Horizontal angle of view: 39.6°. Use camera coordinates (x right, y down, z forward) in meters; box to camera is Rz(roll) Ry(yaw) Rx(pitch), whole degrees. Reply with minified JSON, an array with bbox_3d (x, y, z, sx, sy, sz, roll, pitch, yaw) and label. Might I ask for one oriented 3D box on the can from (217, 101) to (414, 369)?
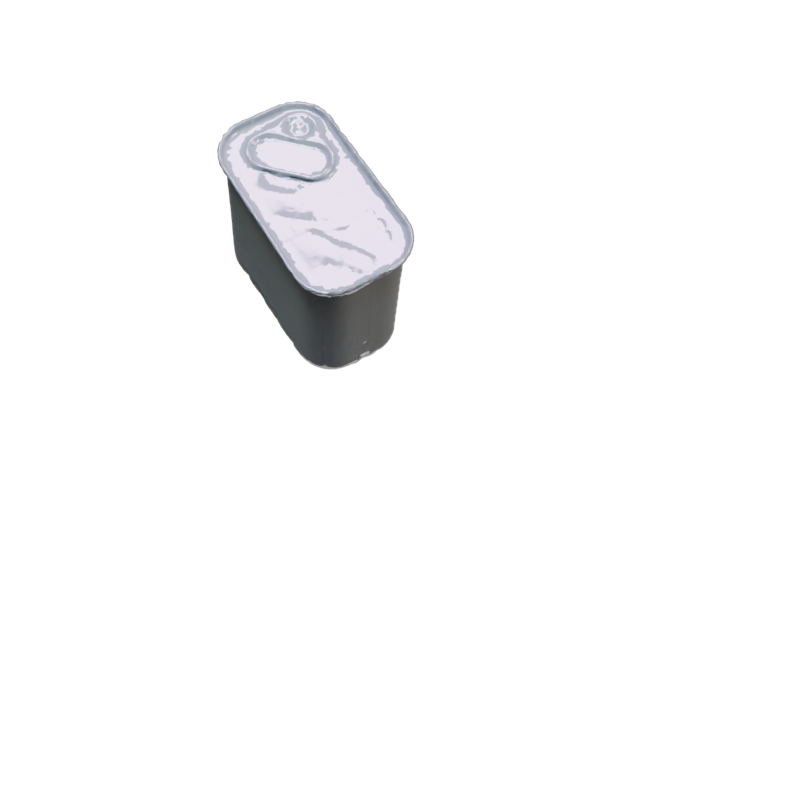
[{"bbox_3d":[-0.041,-0.074,0.521,0.057,0.108,0.079,-27,-24,-16],"label":"can"}]
